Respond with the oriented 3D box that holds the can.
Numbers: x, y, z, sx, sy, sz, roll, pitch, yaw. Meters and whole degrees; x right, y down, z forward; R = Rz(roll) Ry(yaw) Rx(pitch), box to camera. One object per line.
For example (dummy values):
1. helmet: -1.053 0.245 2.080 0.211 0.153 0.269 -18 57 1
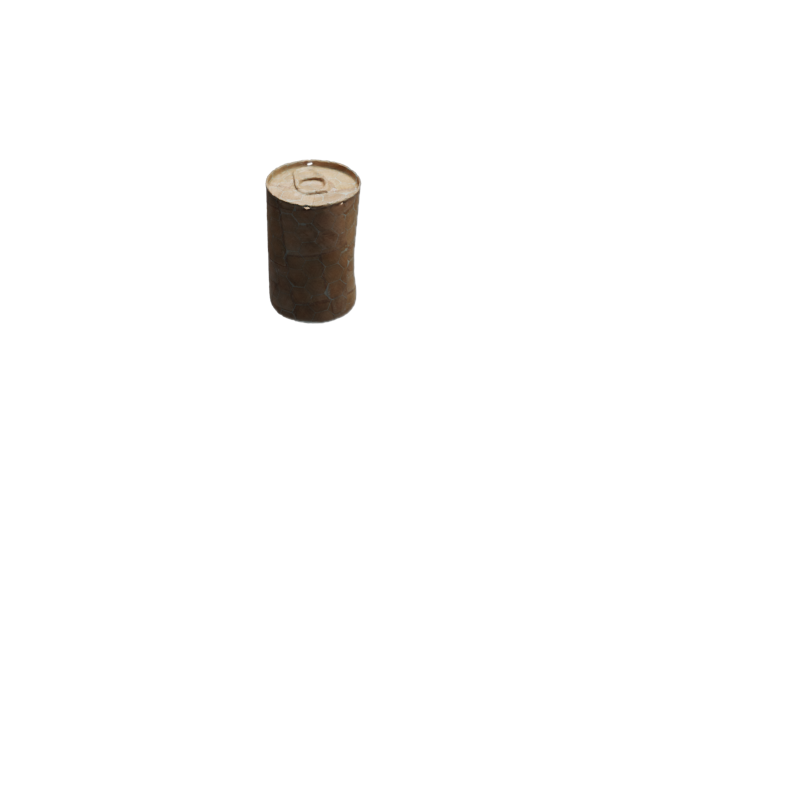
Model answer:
1. can: -0.064 -0.116 0.812 0.068 0.096 0.073 0 36 -3
